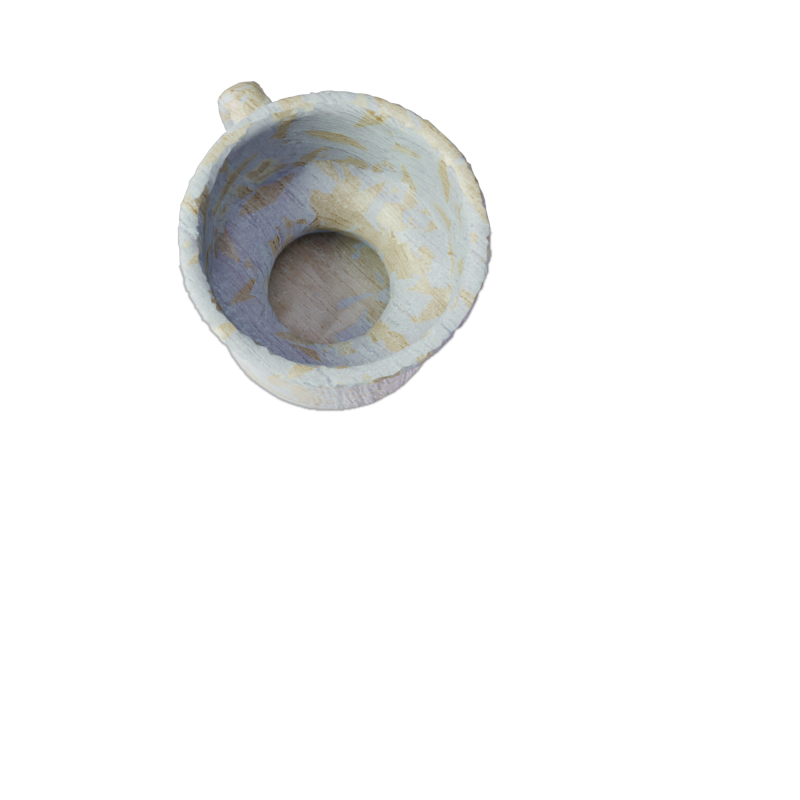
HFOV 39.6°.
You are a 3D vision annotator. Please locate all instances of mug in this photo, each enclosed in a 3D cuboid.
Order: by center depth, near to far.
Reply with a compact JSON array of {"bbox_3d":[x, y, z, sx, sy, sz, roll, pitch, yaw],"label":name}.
[{"bbox_3d":[-0.029,-0.053,0.369,0.093,0.122,0.078,-31,-13,-9],"label":"mug"}]
